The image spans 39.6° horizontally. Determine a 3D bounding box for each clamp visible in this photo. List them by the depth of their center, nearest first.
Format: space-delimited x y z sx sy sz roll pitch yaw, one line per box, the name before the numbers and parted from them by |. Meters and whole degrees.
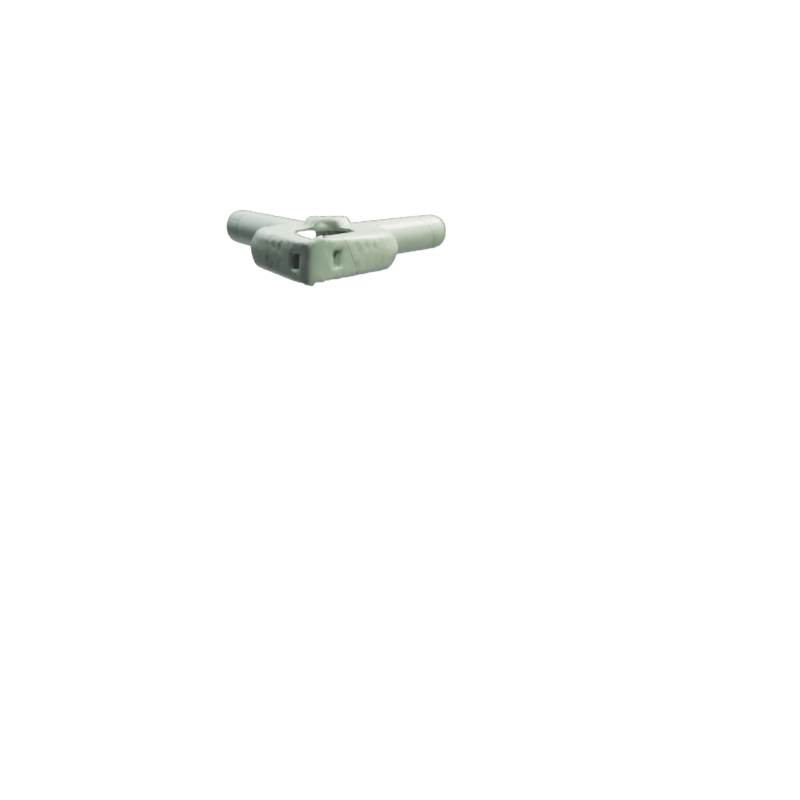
clamp | -0.059 -0.108 0.756 0.167 0.035 0.212 2 15 9
